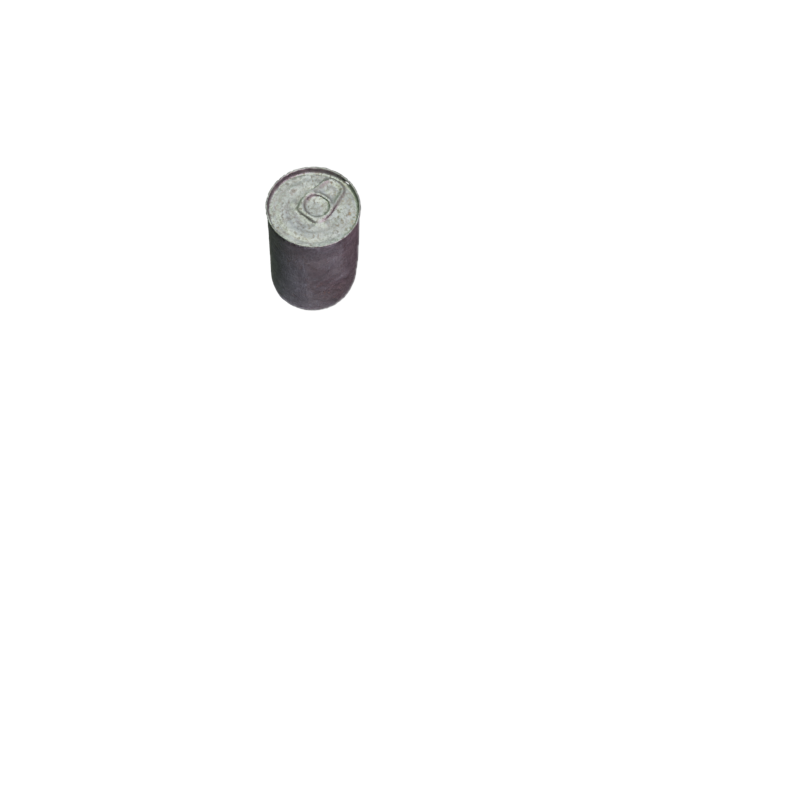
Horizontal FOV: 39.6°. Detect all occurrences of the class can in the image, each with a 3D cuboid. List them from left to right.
[{"bbox_3d":[-0.065,-0.118,0.829,0.068,0.073,0.097,0,-25,-3],"label":"can"}]
